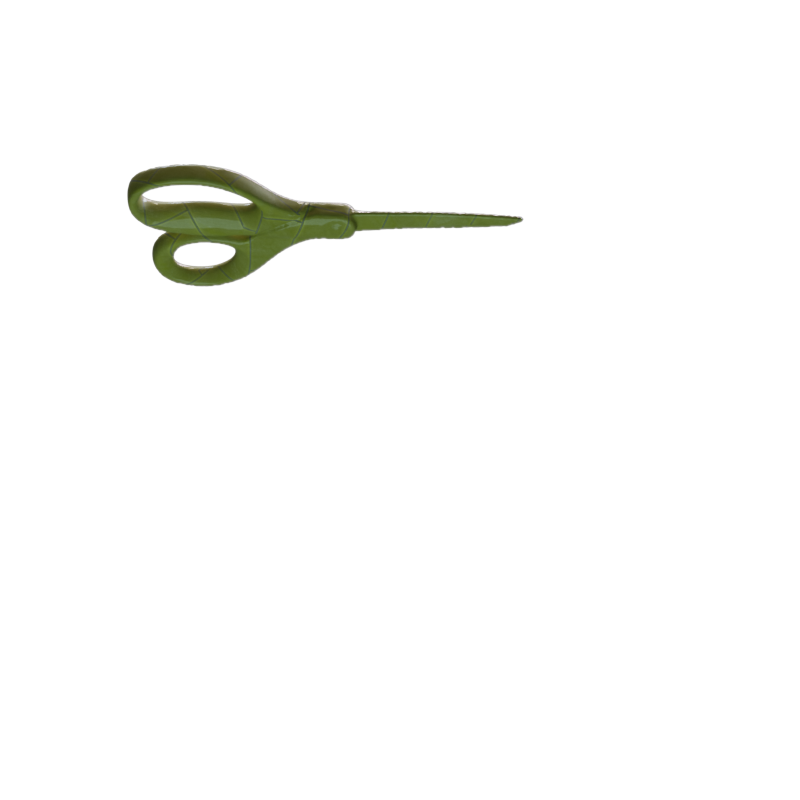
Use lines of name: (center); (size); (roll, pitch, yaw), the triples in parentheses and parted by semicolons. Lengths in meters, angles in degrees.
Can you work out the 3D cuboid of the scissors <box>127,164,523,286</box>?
scissors: (-0.046, -0.084, 0.590); (0.197, 0.017, 0.092); (9, -34, -13)
